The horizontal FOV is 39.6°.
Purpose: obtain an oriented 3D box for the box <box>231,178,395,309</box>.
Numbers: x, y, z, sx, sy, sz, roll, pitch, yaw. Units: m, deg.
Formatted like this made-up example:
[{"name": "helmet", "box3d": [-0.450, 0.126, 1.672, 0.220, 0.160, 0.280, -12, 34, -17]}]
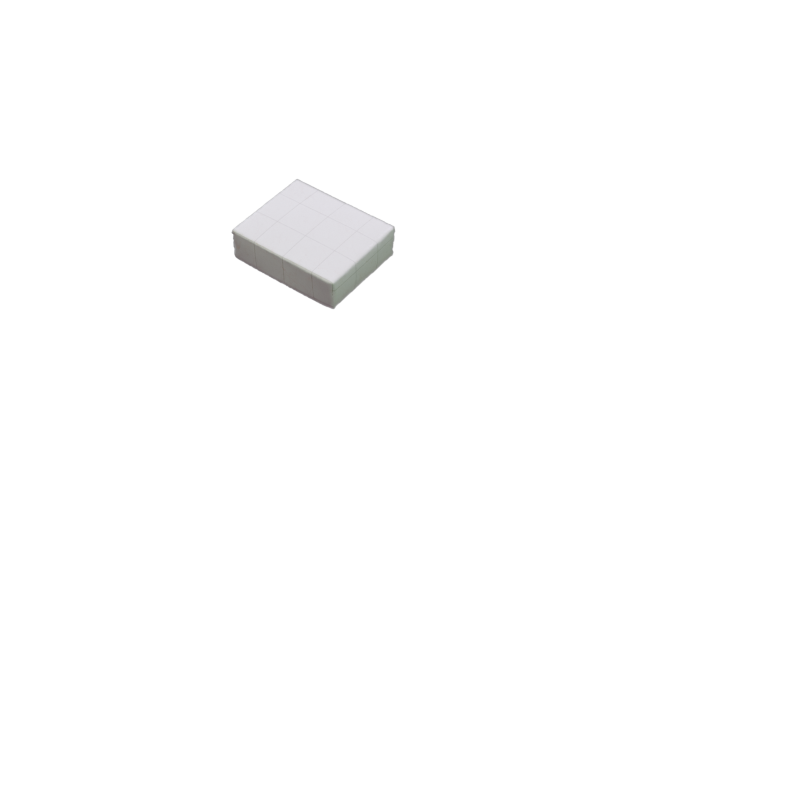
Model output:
[{"name": "box", "box3d": [-0.075, -0.137, 0.960, 0.120, 0.036, 0.091, 30, 54, 24]}]
